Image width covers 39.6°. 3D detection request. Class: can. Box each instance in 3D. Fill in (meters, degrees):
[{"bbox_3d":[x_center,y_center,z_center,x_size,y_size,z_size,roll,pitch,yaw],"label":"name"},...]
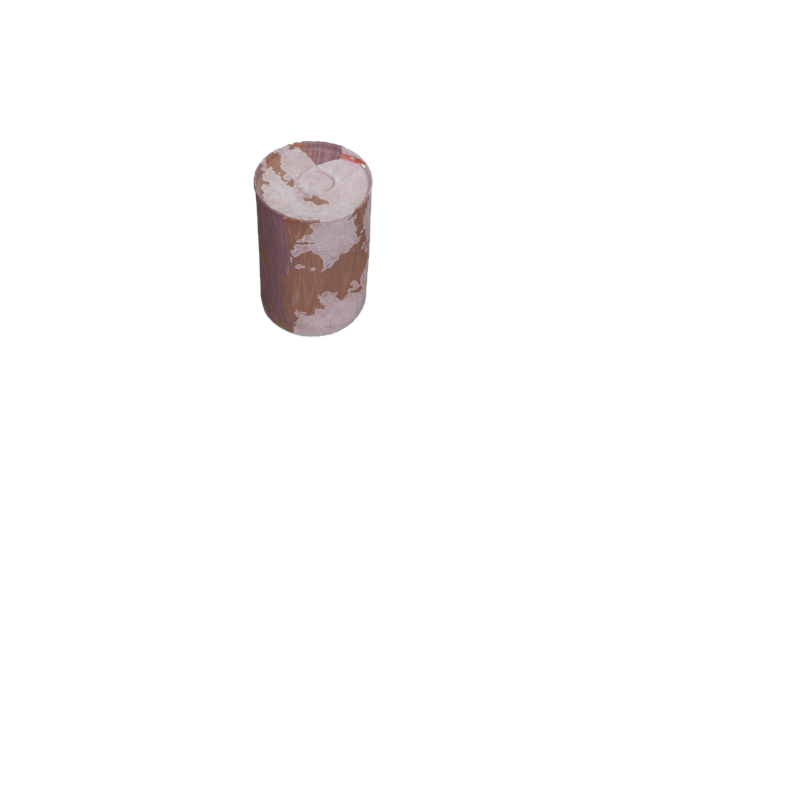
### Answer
[{"bbox_3d":[-0.052,-0.095,0.664,0.068,0.074,0.095,0,-40,-3],"label":"can"}]
